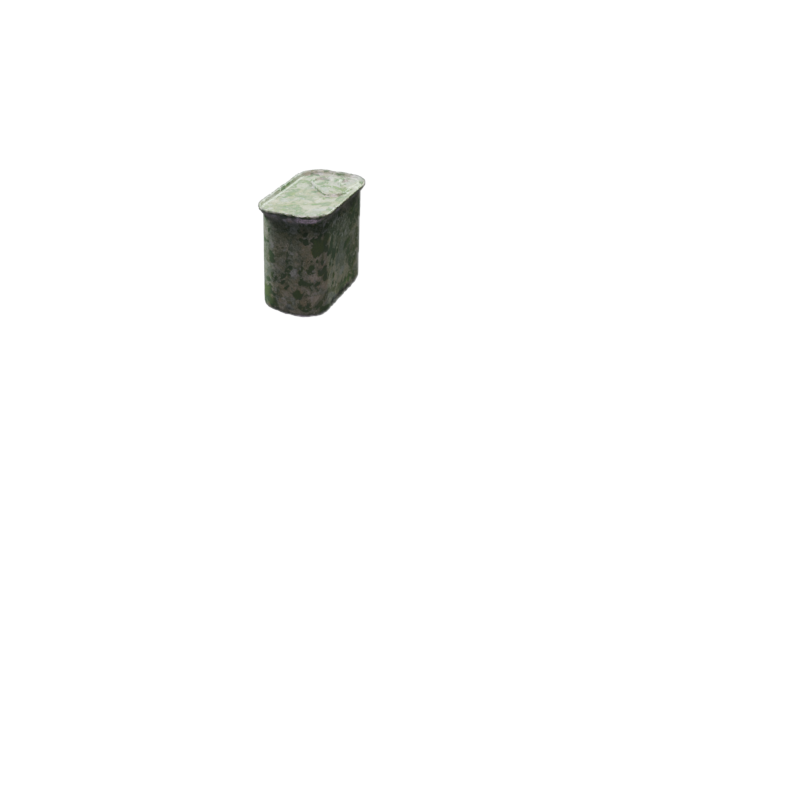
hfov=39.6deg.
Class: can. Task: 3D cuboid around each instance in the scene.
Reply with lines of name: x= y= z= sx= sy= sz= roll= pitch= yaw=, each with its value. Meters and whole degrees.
can: x=-0.067 y=-0.123 z=0.859 sx=0.059 sy=0.079 sz=0.104 roll=10 pitch=29 yaw=18
